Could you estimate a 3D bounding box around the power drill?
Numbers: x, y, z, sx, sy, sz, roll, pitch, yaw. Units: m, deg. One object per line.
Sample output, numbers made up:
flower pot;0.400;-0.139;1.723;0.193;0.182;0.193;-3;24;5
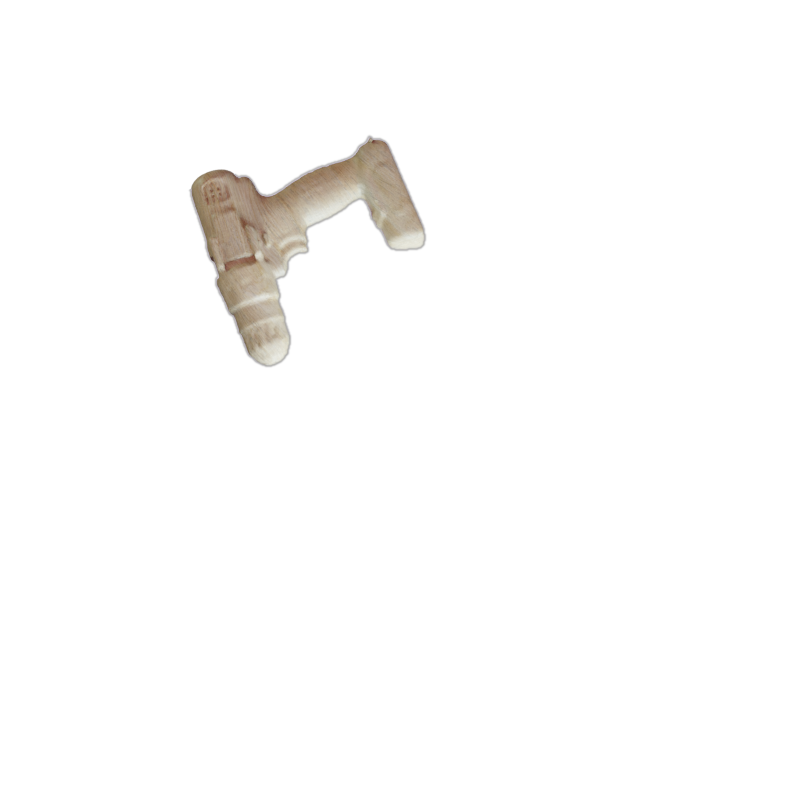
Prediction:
power drill;-0.077;-0.141;0.987;0.187;0.191;0.056;-20;-12;-5
